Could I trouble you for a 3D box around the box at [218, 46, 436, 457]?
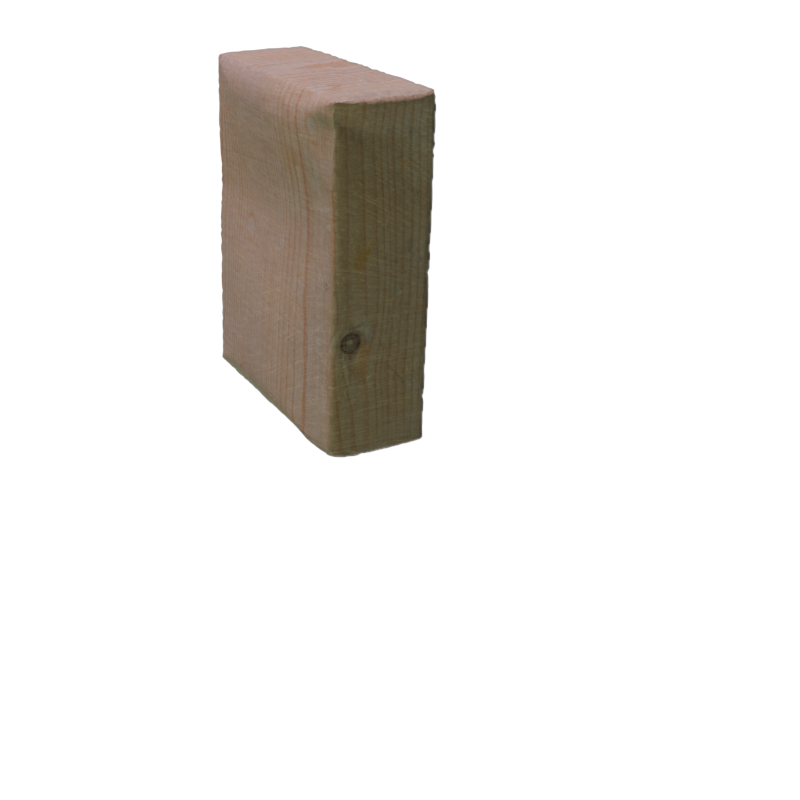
[{"bbox_3d":[-0.053,-0.097,0.680,0.070,0.204,0.176,-10,25,-28],"label":"box"}]
